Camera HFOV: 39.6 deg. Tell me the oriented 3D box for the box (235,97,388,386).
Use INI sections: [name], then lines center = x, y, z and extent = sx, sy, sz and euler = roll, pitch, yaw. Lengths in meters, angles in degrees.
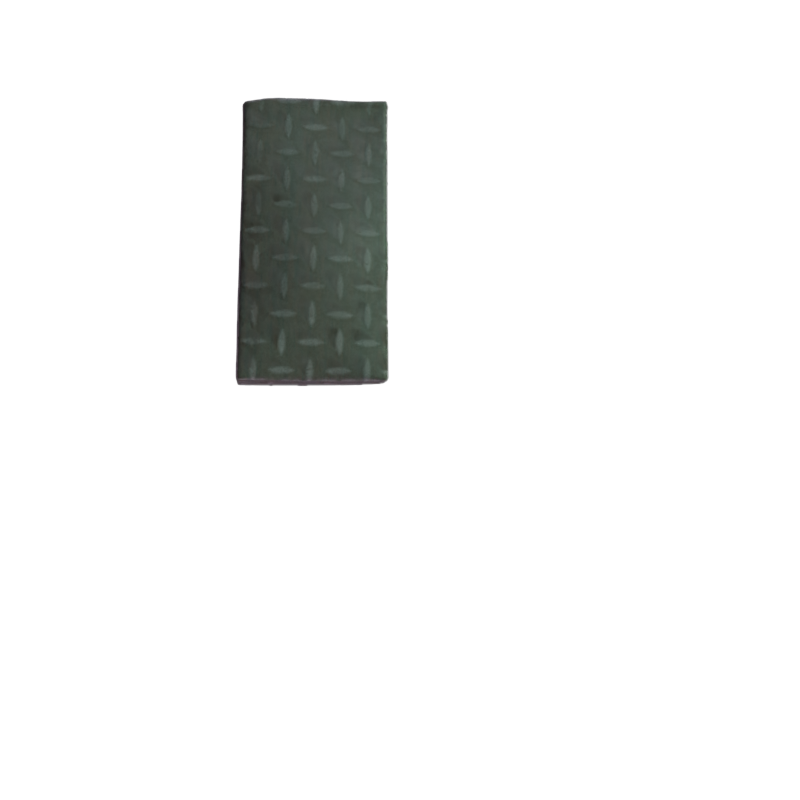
[box]
center = -0.054, -0.098, 0.687
extent = 0.093, 0.181, 0.047
euler = 0, -10, -3
